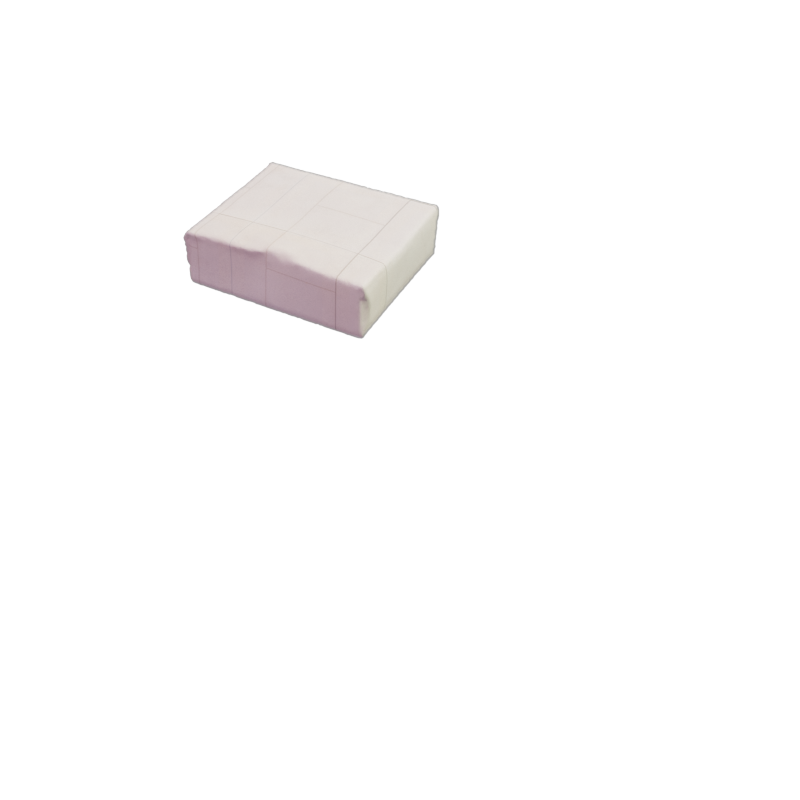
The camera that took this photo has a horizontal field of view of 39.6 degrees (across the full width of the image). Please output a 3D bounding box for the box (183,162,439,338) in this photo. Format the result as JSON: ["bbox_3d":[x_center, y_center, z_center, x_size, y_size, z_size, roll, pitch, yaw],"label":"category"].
[{"bbox_3d":[-0.038,-0.070,0.489,0.093,0.028,0.075,19,41,22],"label":"box"}]
